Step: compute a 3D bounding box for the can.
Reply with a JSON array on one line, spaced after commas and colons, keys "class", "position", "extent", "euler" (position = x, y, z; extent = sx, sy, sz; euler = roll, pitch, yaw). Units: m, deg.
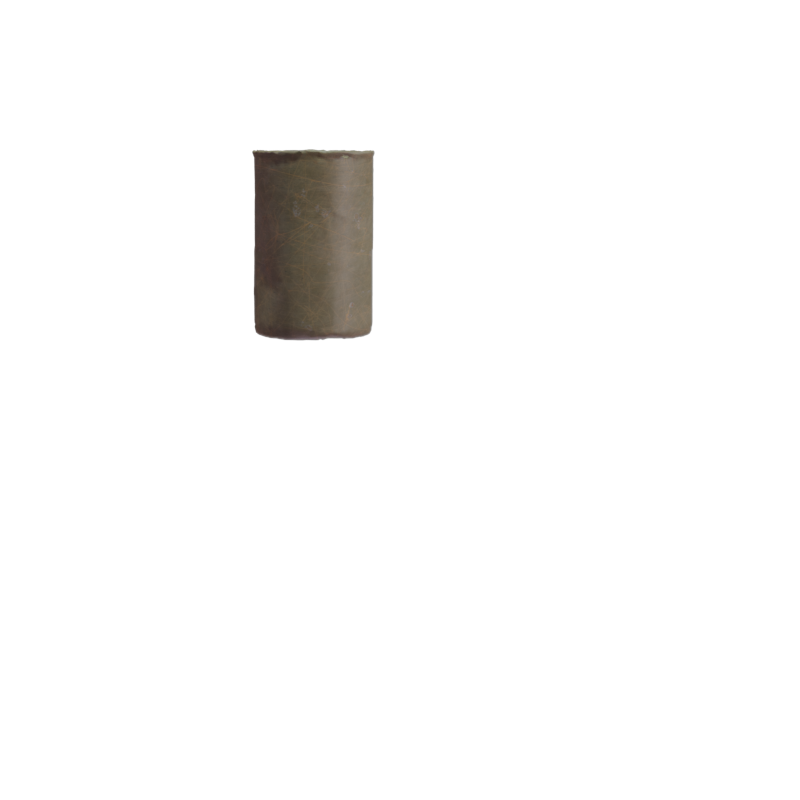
[{"class": "can", "position": [-0.048, -0.088, 0.618], "extent": [0.068, 0.101, 0.070], "euler": [0, 6, -2]}]
